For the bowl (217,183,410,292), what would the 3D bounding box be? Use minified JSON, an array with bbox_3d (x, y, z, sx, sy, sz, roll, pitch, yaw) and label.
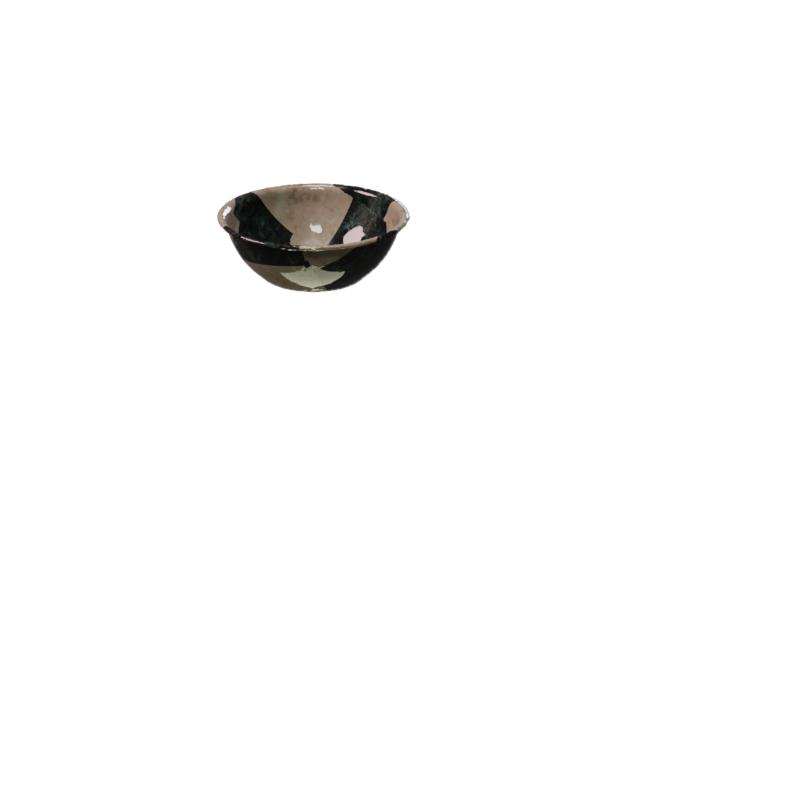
[{"bbox_3d":[-0.074,-0.134,0.941,0.162,0.052,0.171,-1,28,-2],"label":"bowl"}]
